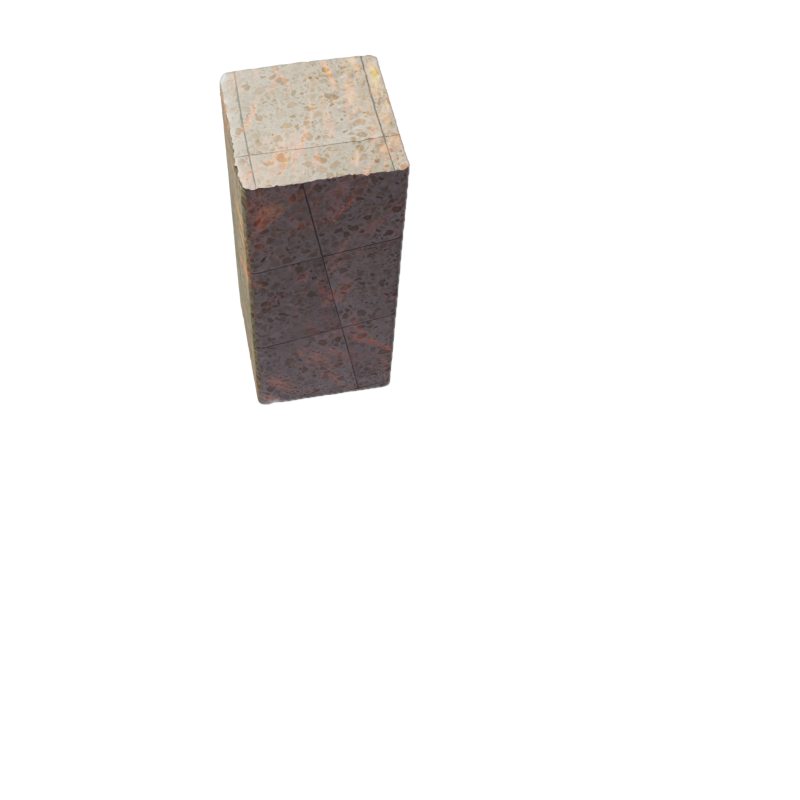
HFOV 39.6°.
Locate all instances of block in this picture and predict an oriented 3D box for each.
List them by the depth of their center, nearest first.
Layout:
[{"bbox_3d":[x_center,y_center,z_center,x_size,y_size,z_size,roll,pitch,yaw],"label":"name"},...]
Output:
[{"bbox_3d":[-0.053,-0.095,0.662,0.089,0.098,0.193,-8,-33,-9],"label":"block"}]
